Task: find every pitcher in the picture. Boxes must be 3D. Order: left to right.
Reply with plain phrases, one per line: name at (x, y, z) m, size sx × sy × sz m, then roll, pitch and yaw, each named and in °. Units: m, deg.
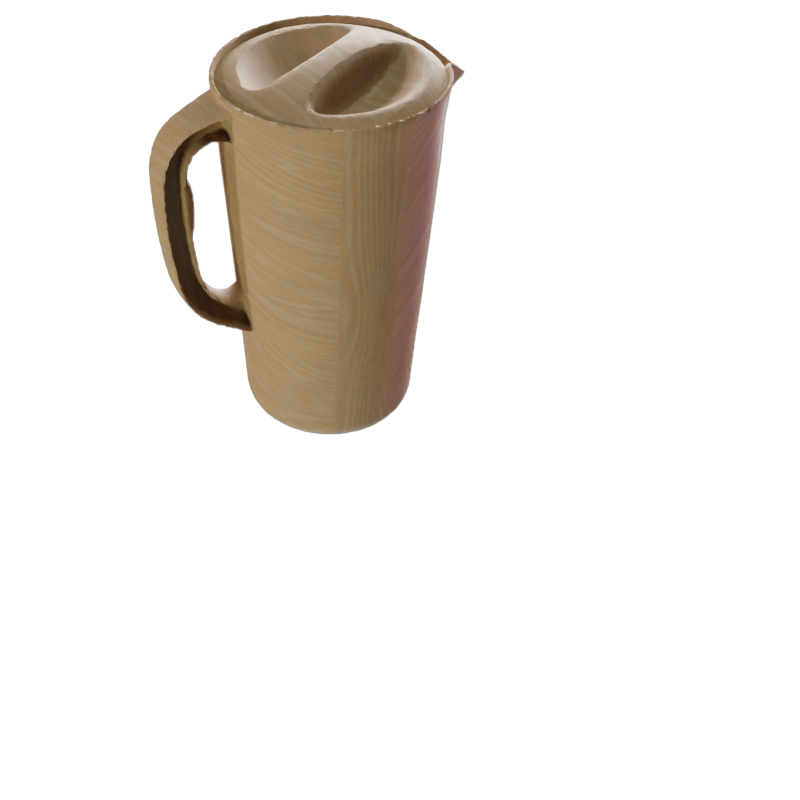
pitcher at (-0.052, -0.095, 0.665) m, size 0.152 × 0.227 × 0.152 m, roll 11°, pitch 41°, yaw 10°
